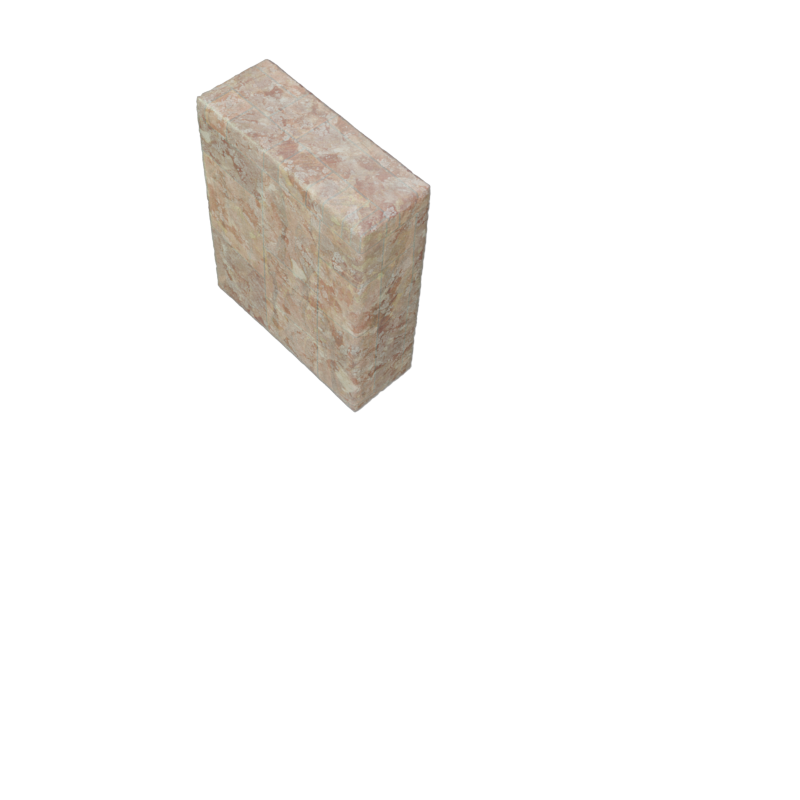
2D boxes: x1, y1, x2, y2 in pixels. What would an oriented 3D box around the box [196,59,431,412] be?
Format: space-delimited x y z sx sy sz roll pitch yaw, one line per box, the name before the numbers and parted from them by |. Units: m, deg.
box | -0.062 -0.113 0.793 0.072 0.174 0.200 -36 -26 -24
